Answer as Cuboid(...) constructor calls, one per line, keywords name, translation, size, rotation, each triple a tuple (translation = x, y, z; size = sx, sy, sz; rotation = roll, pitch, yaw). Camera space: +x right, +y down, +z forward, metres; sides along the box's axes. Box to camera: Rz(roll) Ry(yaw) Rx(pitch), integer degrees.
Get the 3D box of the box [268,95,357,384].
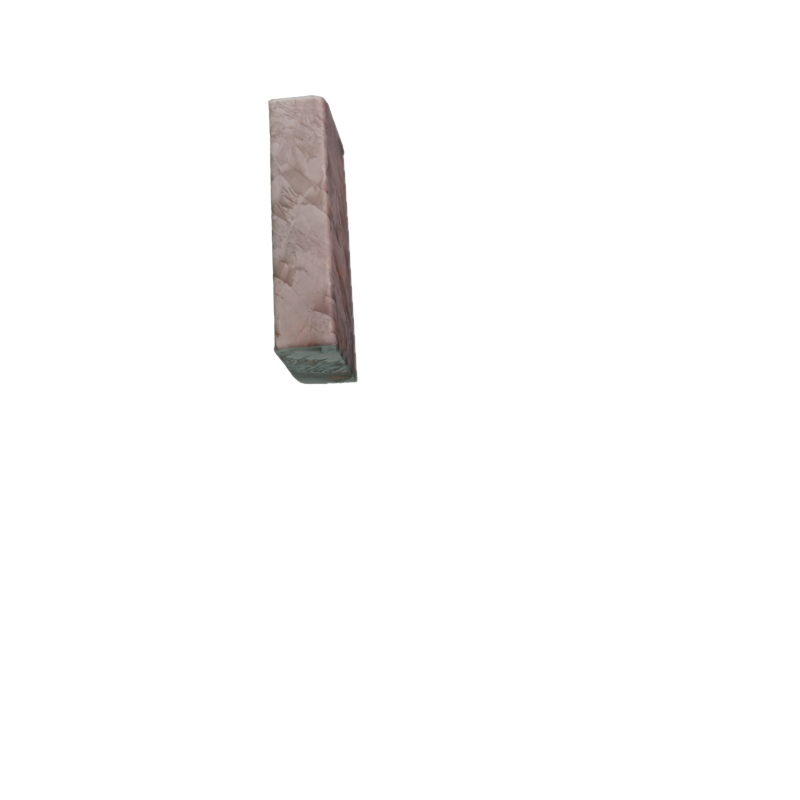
Cuboid(name="box", translation=(-0.058, -0.106, 0.744), size=(0.048, 0.185, 0.088), rotation=(-4, -19, 6))
